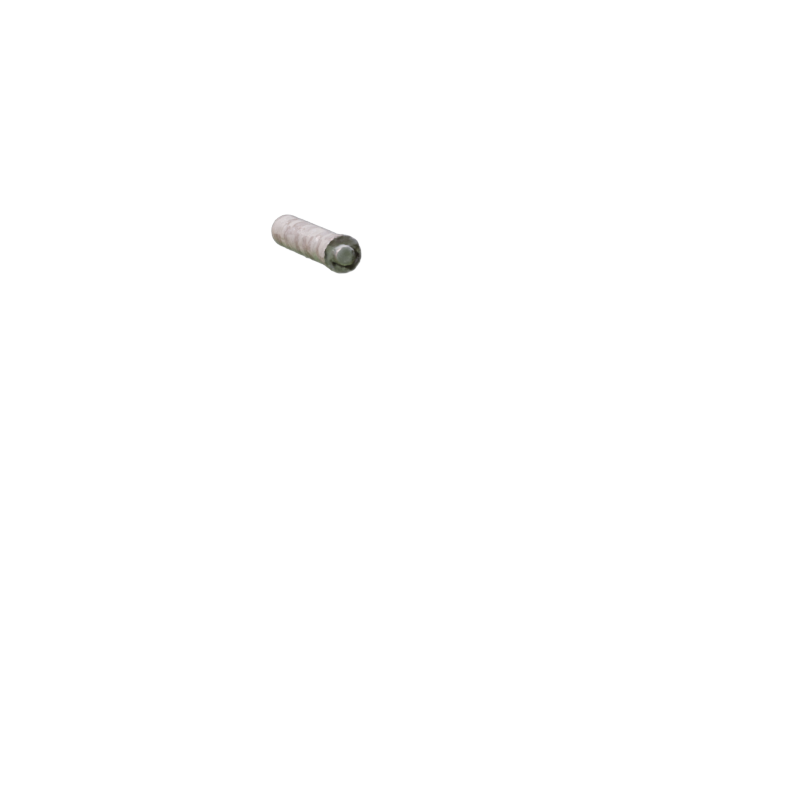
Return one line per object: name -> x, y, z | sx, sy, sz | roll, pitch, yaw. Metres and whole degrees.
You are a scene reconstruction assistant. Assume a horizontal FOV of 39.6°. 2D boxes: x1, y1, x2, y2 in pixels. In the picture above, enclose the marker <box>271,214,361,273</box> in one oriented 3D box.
marker -> -0.045, -0.082, 0.575 | 0.019, 0.019, 0.126 | -1, 14, -18
